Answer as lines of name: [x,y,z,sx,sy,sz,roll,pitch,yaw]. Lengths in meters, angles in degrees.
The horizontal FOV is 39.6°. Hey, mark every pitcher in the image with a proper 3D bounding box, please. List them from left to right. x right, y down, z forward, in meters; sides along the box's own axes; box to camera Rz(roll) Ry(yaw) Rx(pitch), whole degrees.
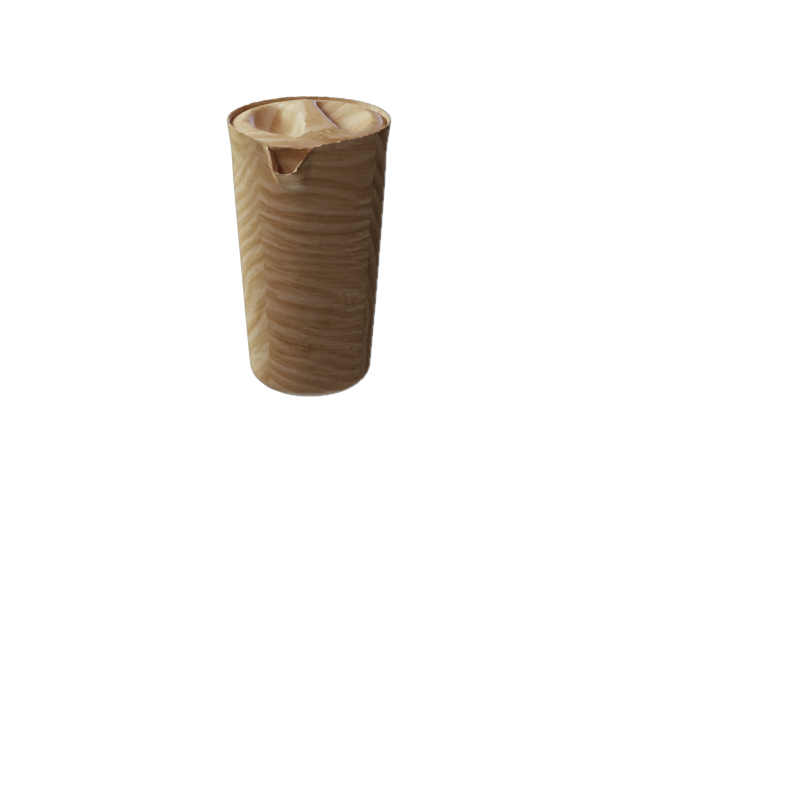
pitcher: [-0.075,-0.136,0.954,0.147,0.230,0.155,-16,31,-32]
